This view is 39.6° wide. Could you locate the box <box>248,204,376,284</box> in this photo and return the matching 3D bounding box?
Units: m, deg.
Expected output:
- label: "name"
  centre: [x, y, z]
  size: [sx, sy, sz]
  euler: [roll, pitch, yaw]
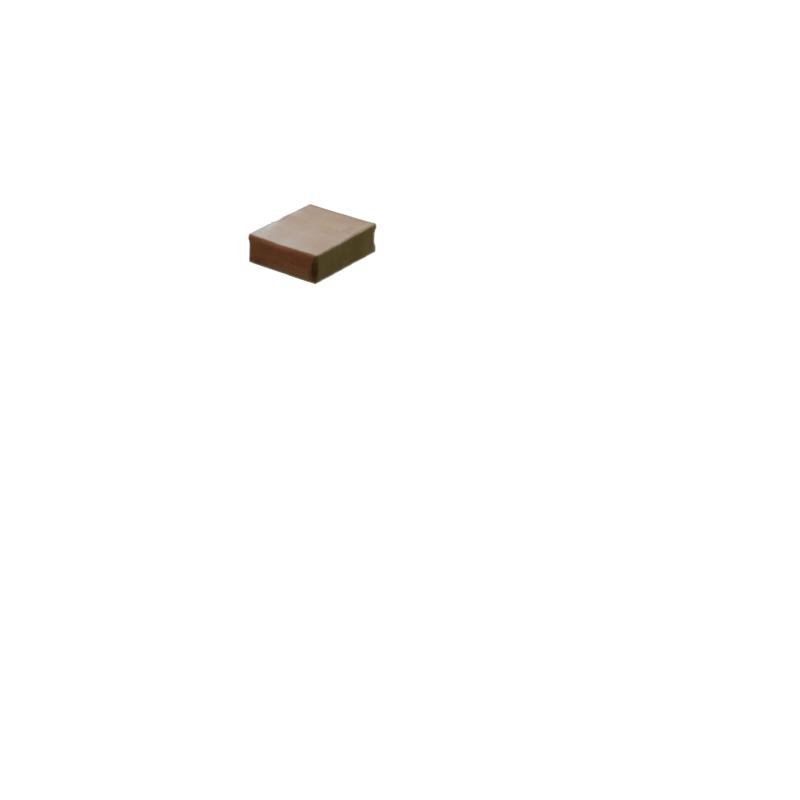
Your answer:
- label: "box"
  centre: [-0.074, -0.136, 0.949]
  size: [0.077, 0.028, 0.090]
  euler: [20, 36, 30]
